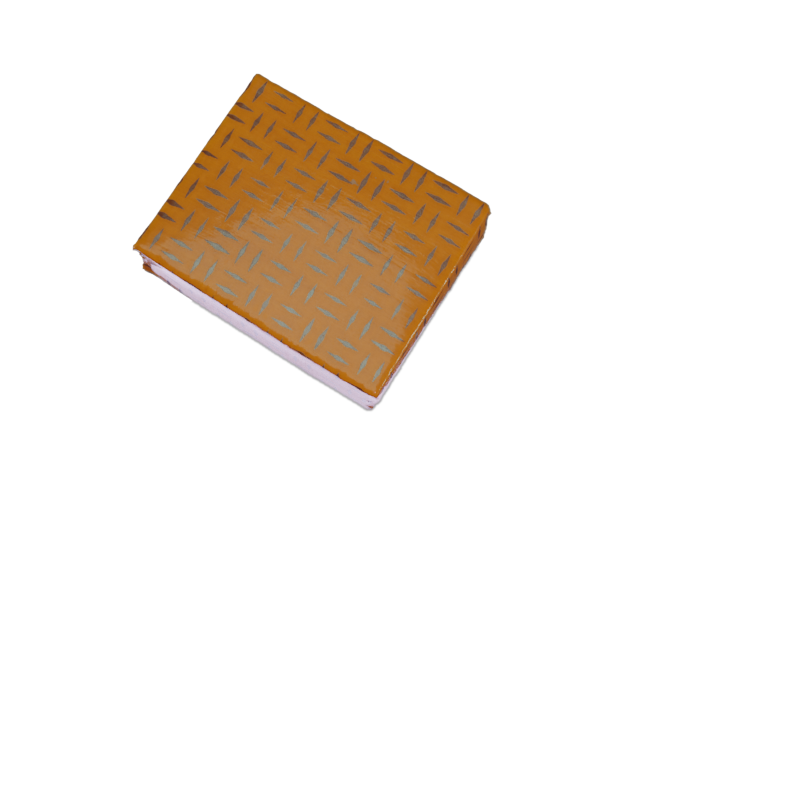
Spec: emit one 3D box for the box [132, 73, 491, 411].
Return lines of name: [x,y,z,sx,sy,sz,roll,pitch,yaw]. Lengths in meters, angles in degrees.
box: [-0.035,-0.063,0.443,0.116,0.092,0.037,30,-17,9]
